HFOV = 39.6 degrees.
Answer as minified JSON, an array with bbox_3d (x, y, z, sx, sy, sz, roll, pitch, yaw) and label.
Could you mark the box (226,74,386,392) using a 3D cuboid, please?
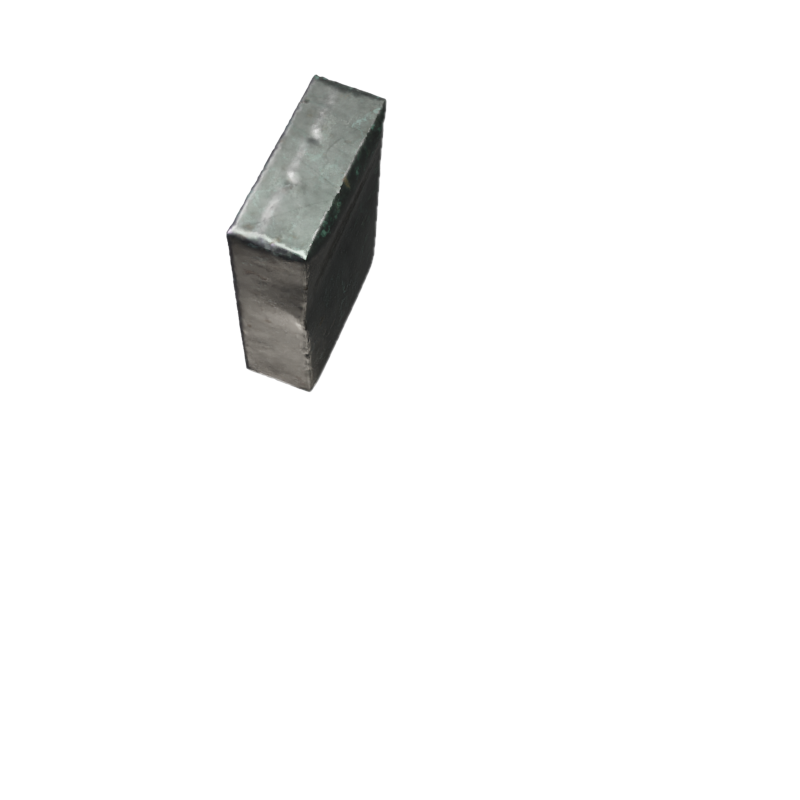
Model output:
[{"bbox_3d":[-0.071,-0.129,0.902,0.073,0.171,0.201,19,-28,6],"label":"box"}]
